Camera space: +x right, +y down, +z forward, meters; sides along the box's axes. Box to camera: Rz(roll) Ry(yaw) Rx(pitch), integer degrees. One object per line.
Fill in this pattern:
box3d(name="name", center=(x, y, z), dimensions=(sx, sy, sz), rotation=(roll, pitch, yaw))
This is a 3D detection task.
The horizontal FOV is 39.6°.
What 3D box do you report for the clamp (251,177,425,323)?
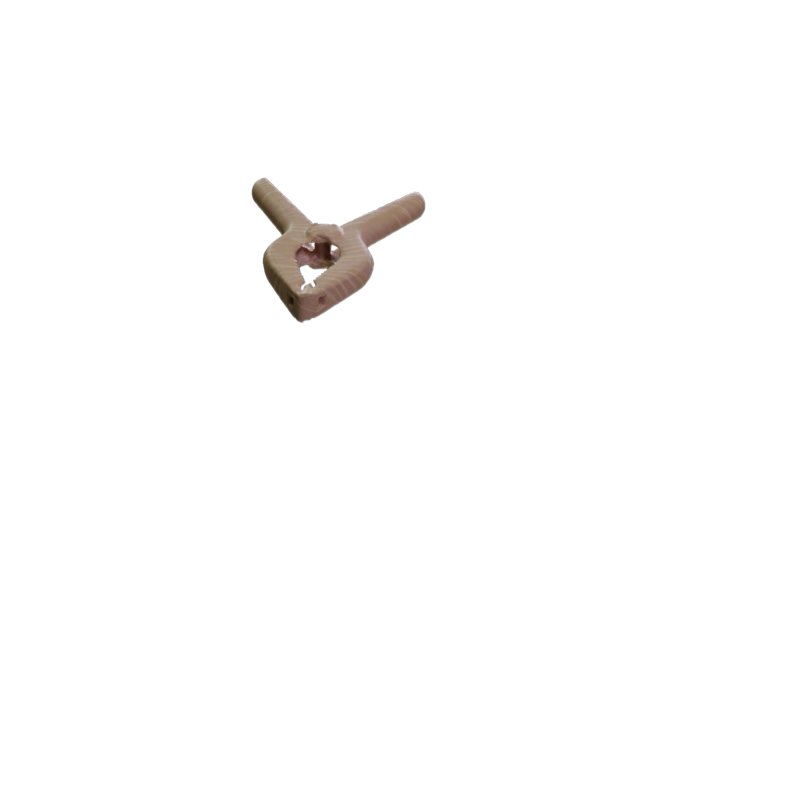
box3d(name="clamp", center=(-0.077, -0.140, 0.980), dimensions=(0.168, 0.034, 0.220), rotation=(8, 37, 11))
